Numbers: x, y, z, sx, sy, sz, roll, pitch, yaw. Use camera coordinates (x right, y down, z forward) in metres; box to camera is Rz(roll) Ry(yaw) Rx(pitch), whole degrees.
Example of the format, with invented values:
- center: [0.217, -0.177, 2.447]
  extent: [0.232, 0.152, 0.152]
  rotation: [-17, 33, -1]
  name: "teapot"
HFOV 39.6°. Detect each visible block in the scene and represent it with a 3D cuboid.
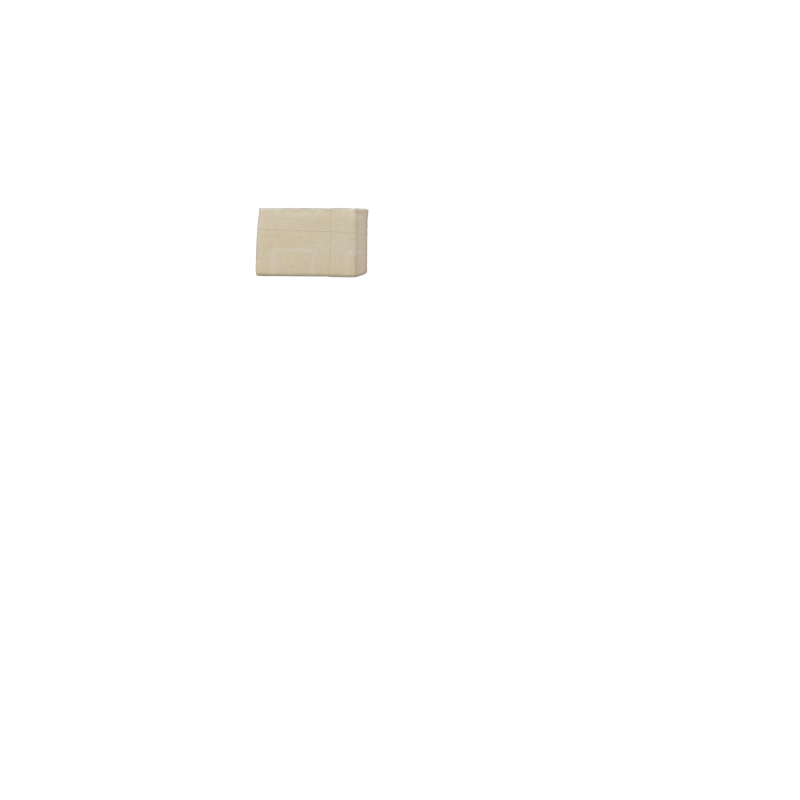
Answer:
- center: [-0.066, -0.121, 0.845]
  extent: [0.079, 0.051, 0.052]
  rotation: [1, 6, 10]
  name: "block"
